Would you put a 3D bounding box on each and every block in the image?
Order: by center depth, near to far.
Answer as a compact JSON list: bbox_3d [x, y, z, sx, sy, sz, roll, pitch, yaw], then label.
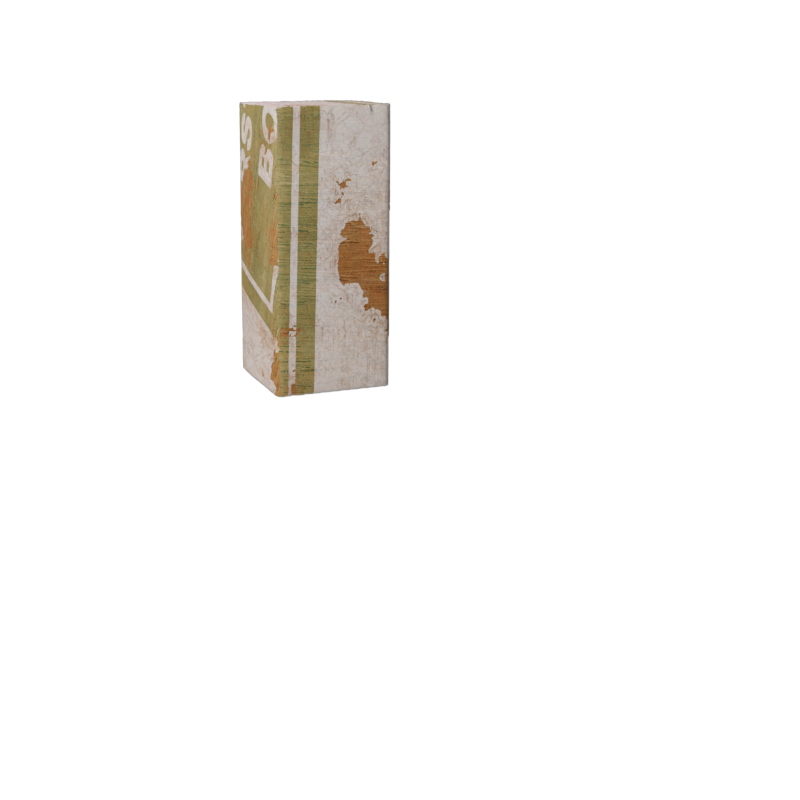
[{"bbox_3d":[-0.064,-0.117,0.823,0.089,0.201,0.095,-4,12,-22],"label":"block"}]
